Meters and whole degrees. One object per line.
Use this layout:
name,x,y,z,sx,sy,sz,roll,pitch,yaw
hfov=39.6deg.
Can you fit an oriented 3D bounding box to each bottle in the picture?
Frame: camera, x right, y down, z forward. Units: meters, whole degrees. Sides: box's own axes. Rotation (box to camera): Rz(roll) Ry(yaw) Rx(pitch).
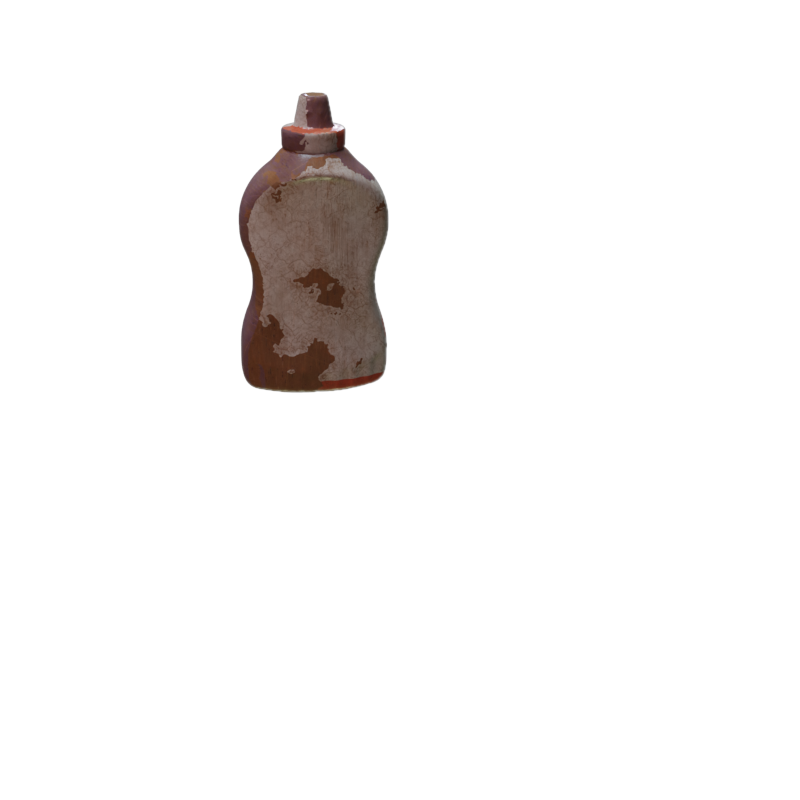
bottle,-0.056,-0.103,0.718,0.095,0.184,0.061,-1,19,-7
